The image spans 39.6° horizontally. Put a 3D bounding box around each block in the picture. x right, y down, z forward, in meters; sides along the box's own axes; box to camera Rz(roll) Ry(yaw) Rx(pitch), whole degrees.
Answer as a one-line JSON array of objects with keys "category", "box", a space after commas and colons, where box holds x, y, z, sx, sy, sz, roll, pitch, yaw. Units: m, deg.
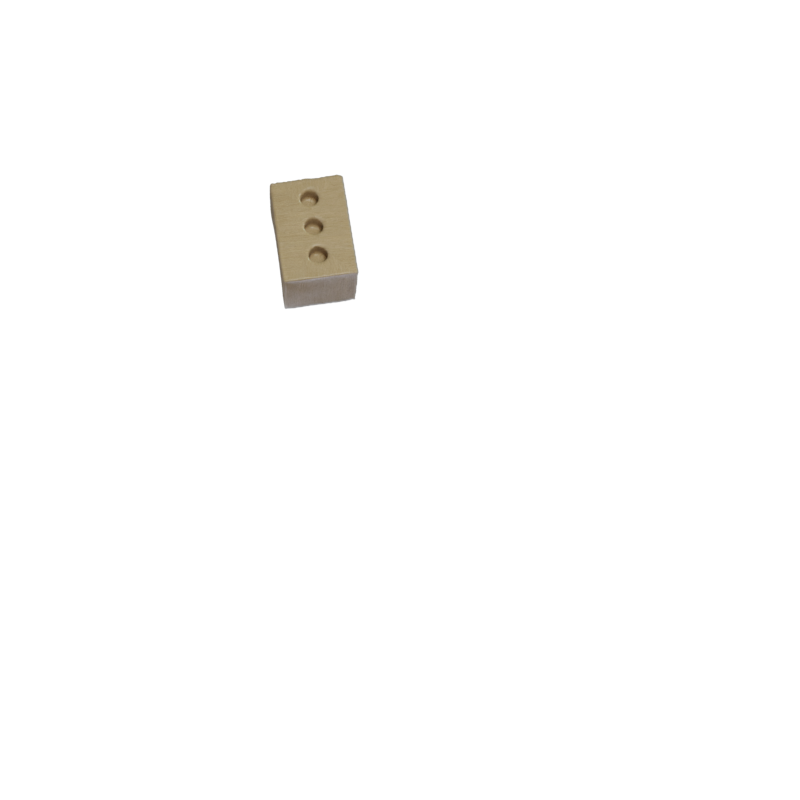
[{"category": "block", "box": [-0.061, -0.111, 0.775, 0.052, 0.083, 0.049, -8, -23, -5]}]
